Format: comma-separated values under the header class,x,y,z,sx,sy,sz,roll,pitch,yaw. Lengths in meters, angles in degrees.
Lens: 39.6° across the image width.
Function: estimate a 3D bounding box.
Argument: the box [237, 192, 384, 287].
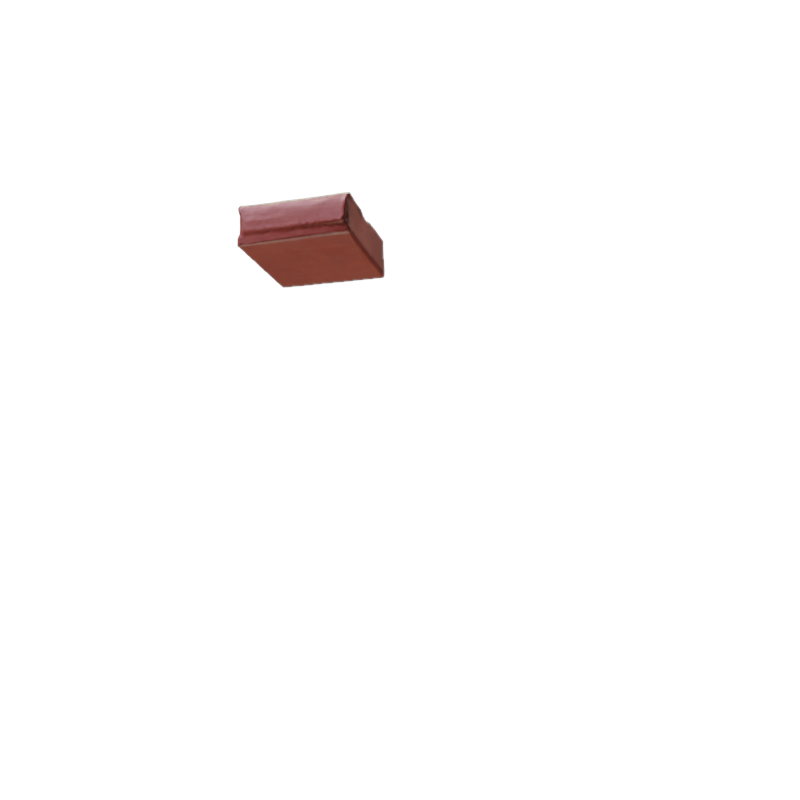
class,x,y,z,sx,sy,sz,roll,pitch,yaw
box,-0.056,-0.102,0.717,0.074,0.031,0.084,-5,-16,15
